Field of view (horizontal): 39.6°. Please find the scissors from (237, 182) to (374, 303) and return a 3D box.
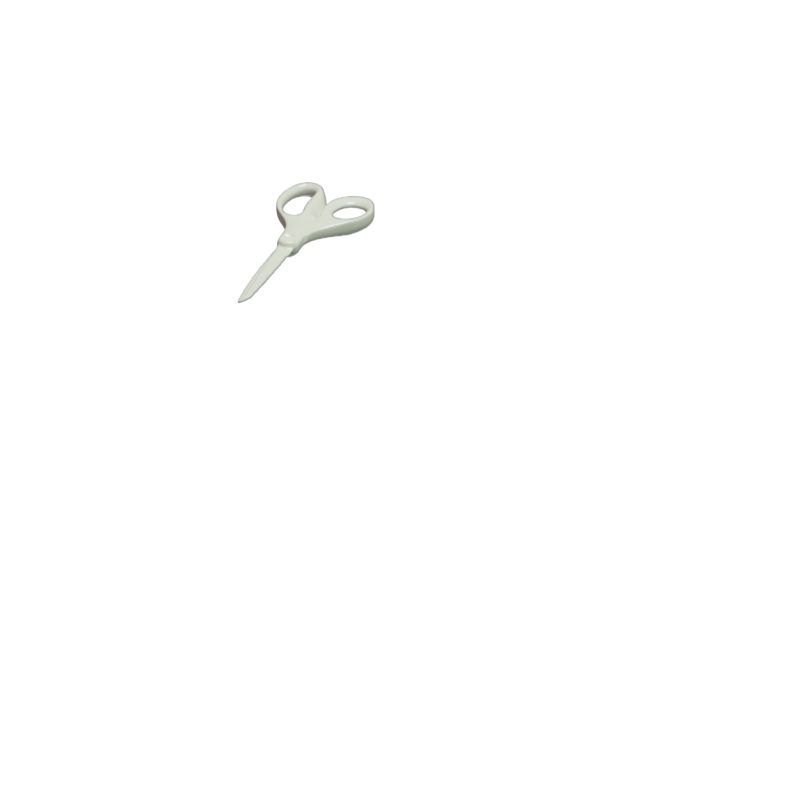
[{"bbox_3d":[-0.072,-0.132,0.924,0.097,0.015,0.214,1,35,2],"label":"scissors"}]
